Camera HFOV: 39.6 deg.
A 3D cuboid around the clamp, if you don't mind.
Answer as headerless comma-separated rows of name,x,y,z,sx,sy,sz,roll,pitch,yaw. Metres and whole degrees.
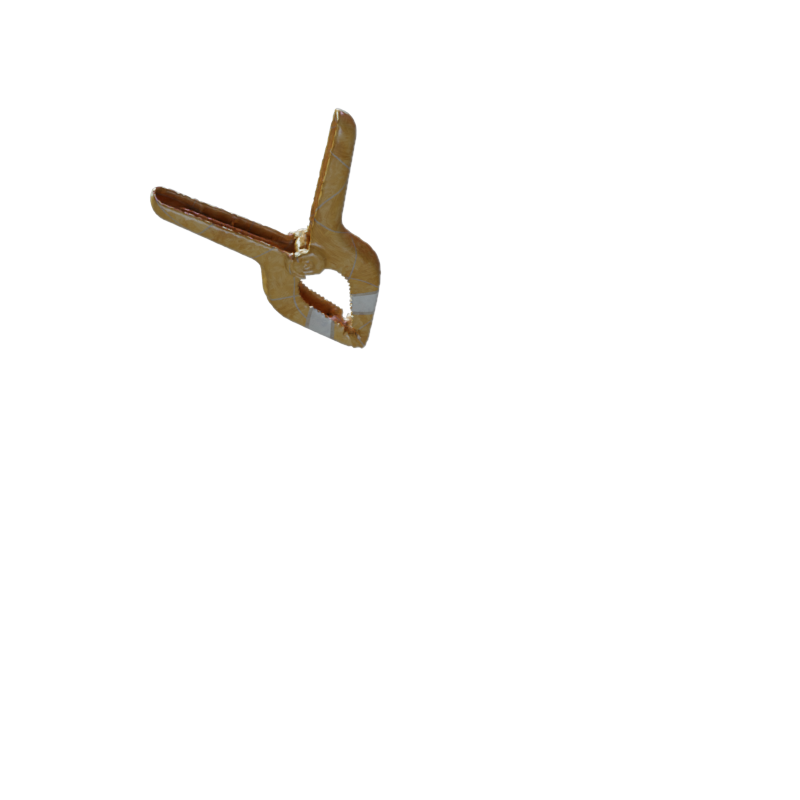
clamp,-0.067,-0.121,0.850,0.165,0.039,0.195,-25,-54,20
